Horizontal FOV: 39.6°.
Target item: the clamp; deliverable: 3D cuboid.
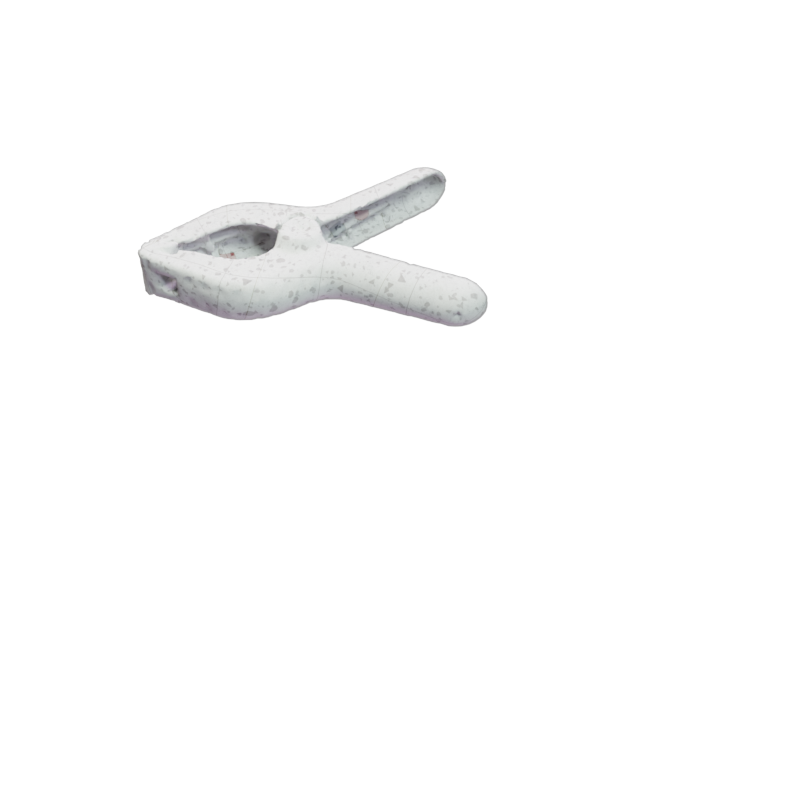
[{"bbox_3d":[-0.045,-0.082,0.572,0.172,0.037,0.128,2,35,2],"label":"clamp"}]
